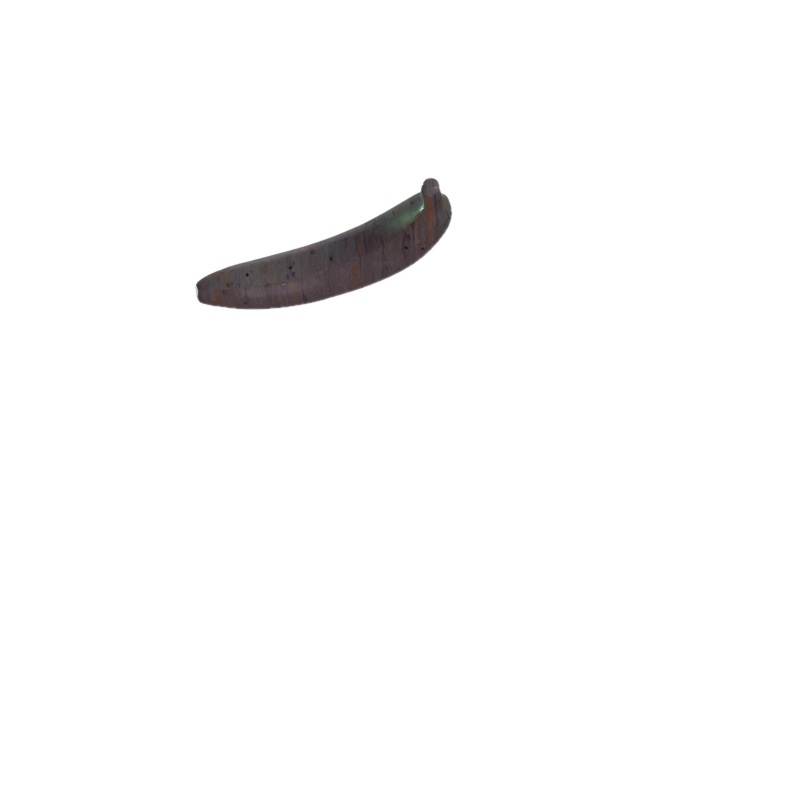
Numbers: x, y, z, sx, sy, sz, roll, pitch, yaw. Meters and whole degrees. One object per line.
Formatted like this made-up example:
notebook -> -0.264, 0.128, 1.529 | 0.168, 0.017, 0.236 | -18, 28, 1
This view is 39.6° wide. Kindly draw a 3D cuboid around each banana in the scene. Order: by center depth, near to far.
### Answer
banana -> -0.040, -0.094, 0.699 | 0.199, 0.039, 0.065 | -20, -34, 33
